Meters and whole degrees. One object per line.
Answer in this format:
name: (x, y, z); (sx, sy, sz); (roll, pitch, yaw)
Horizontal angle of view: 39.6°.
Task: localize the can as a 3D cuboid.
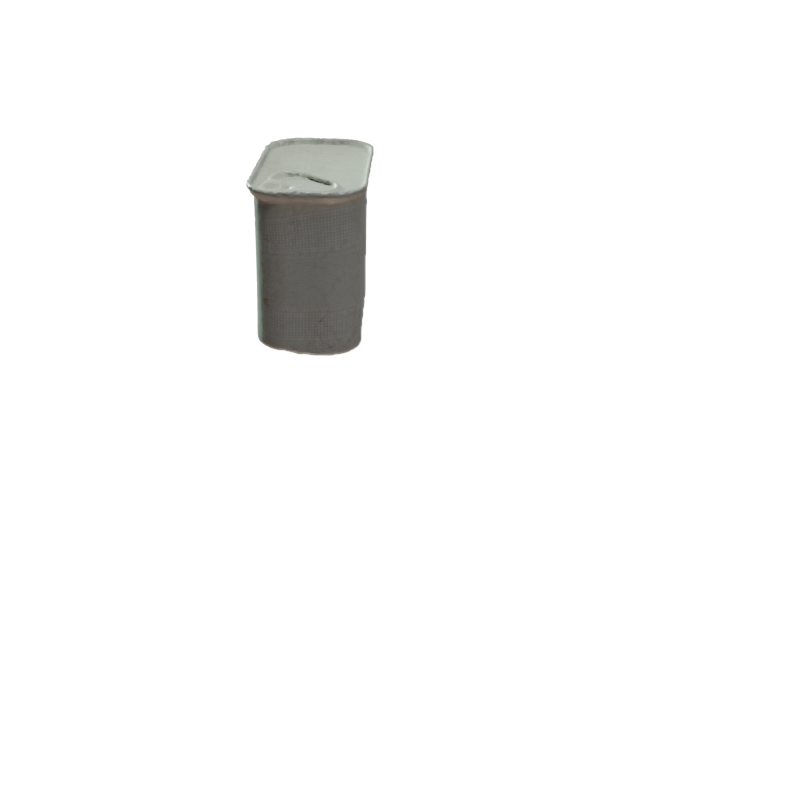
can: (-0.044, -0.080, 0.564); (0.058, 0.080, 0.107); (2, 24, 1)
